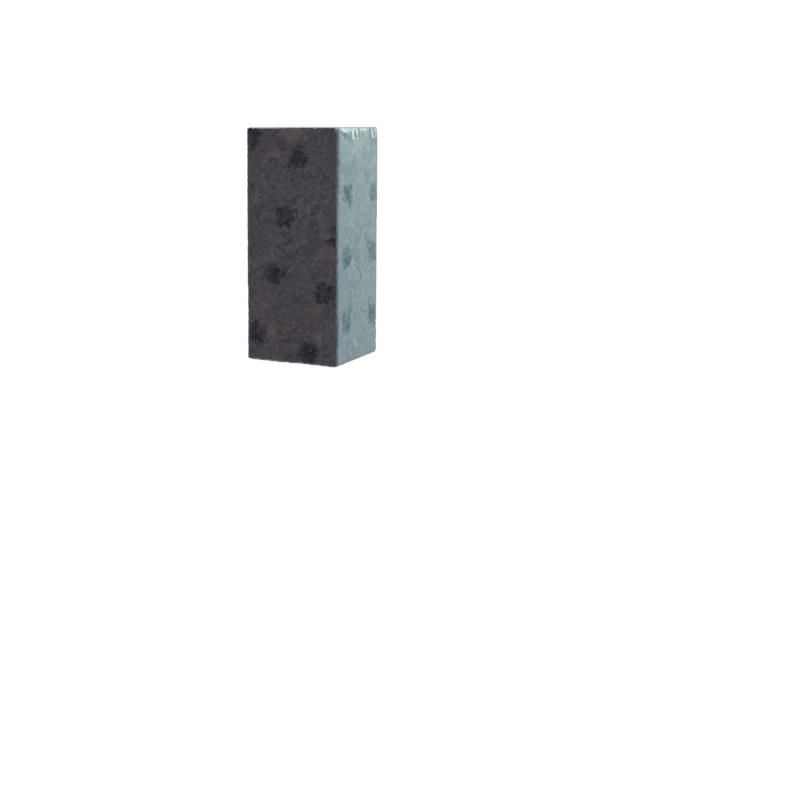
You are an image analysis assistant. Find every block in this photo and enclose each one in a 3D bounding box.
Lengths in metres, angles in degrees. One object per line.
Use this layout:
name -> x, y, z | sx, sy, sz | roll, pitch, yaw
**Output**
block -> -0.078, -0.142, 0.997 | 0.093, 0.203, 0.089 | 4, 8, 25
